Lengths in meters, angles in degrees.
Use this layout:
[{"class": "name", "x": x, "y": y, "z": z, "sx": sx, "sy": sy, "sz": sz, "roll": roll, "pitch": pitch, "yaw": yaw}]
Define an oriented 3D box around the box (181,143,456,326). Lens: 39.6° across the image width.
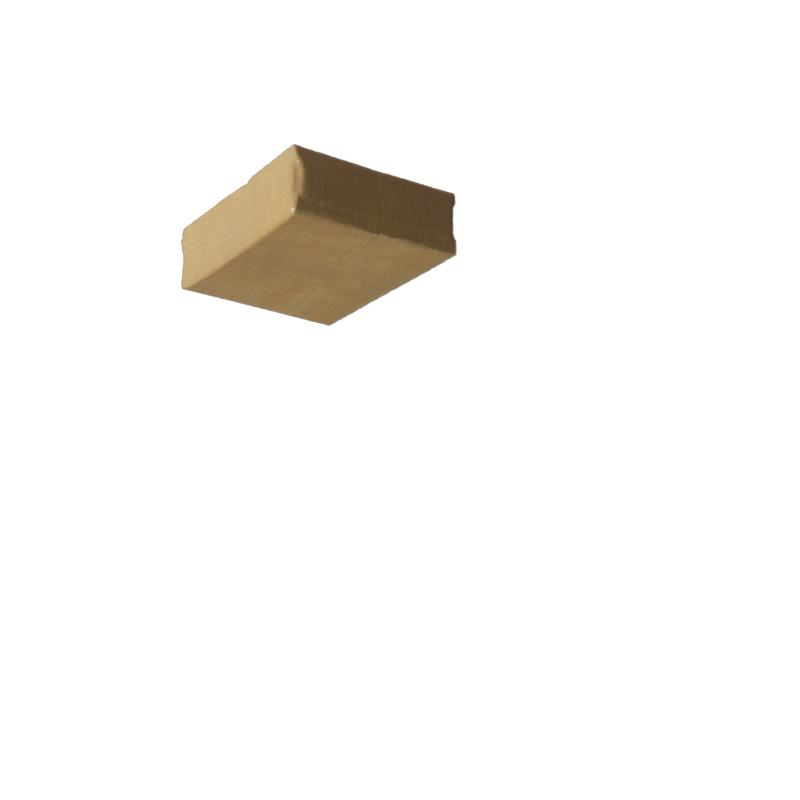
[{"class": "box", "x": -0.034, "y": -0.062, "z": 0.431, "sx": 0.070, "sy": 0.032, "sz": 0.089, "roll": 12, "pitch": -22, "yaw": -33}]
